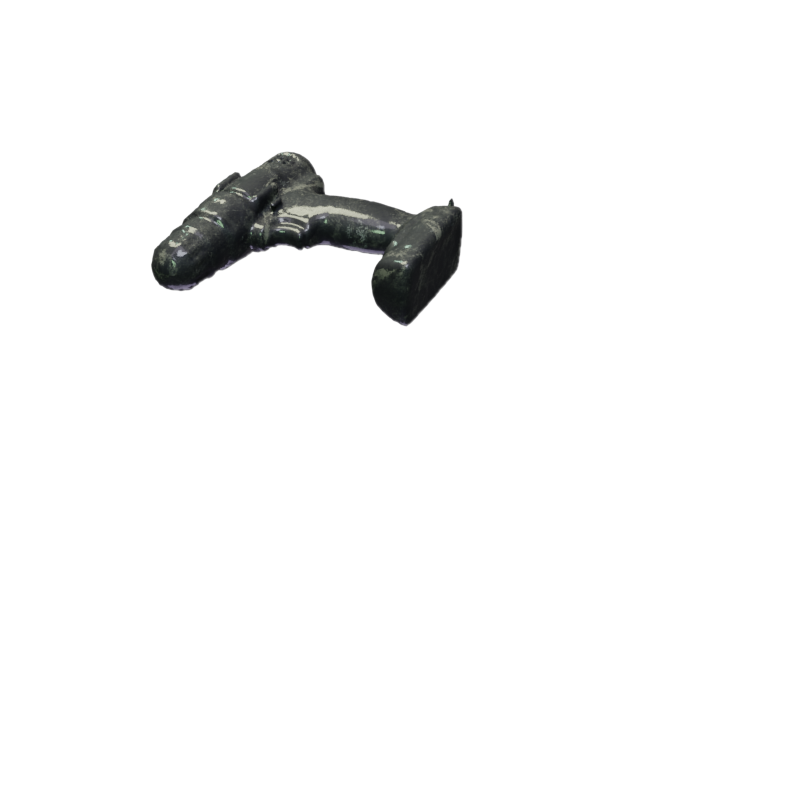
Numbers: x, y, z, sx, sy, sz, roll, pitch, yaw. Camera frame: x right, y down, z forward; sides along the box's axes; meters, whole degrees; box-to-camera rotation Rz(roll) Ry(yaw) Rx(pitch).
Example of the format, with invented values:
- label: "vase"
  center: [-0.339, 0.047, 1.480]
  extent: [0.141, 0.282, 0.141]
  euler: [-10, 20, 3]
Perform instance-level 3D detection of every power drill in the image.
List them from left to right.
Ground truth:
- label: "power drill"
  center: [-0.063, -0.115, 0.805]
  extent: [0.196, 0.054, 0.189]
  euler: [19, 42, 22]
